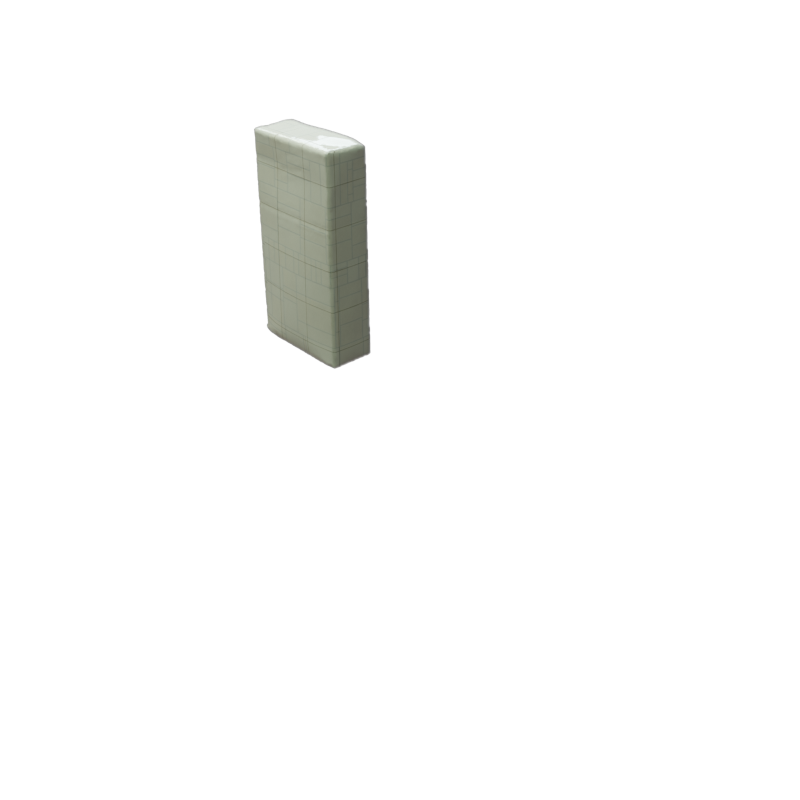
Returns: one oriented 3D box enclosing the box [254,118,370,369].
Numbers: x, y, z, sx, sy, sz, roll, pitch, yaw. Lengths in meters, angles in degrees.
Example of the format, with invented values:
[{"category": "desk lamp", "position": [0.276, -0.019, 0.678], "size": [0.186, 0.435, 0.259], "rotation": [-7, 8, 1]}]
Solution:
[{"category": "box", "position": [-0.067, -0.124, 0.865], "size": [0.047, 0.168, 0.100], "rotation": [-17, 30, -37]}]
